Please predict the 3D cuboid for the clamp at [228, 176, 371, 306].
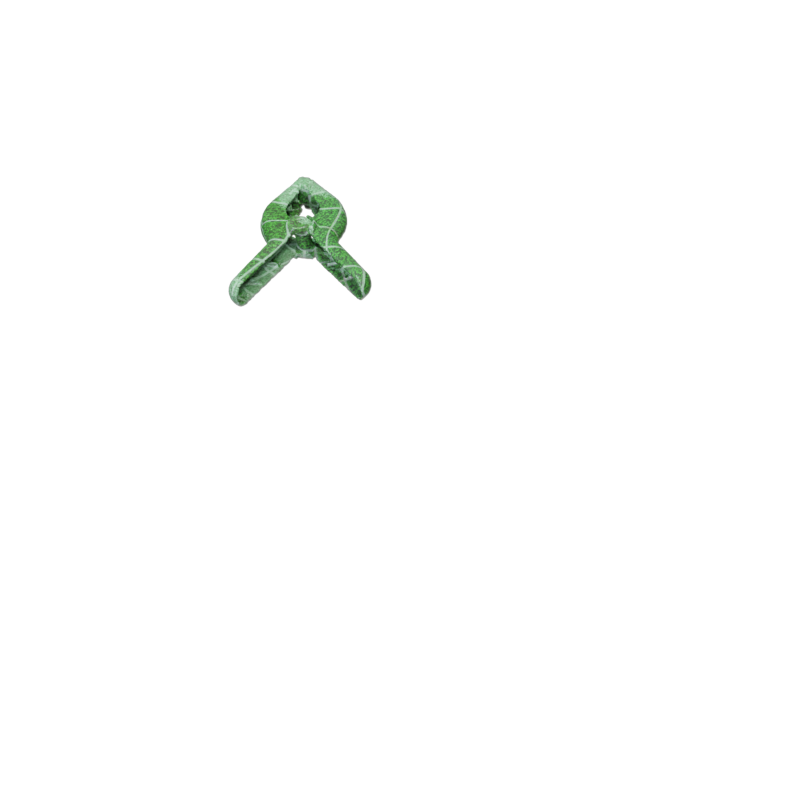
[{"bbox_3d":[-0.078,-0.141,0.991,0.121,0.036,0.182,6,45,5],"label":"clamp"}]
